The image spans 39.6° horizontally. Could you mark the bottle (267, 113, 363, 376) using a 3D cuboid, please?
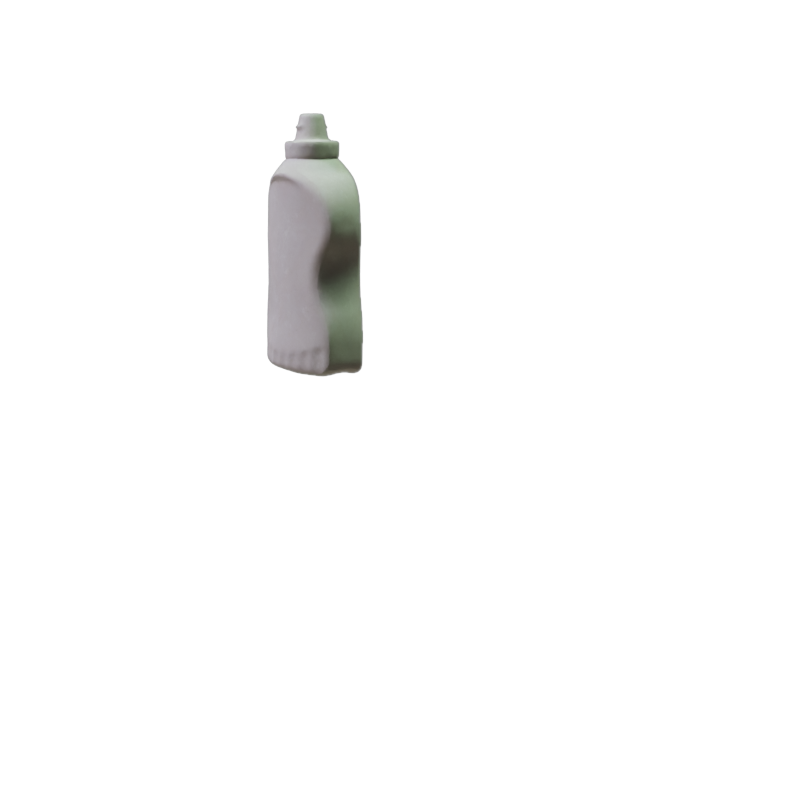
[{"bbox_3d":[-0.066,-0.119,0.835,0.057,0.190,0.100,-2,6,-30],"label":"bottle"}]
